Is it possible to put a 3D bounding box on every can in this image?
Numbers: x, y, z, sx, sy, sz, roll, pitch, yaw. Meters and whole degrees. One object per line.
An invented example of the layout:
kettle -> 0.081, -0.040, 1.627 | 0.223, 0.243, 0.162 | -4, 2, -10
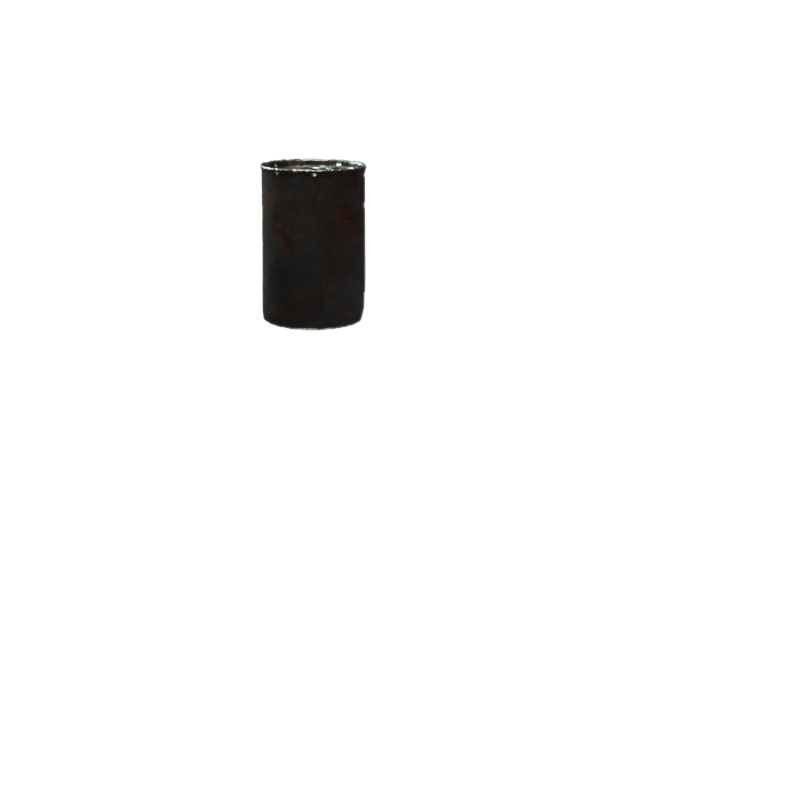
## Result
can -> -0.056, -0.103, 0.719 | 0.068, 0.099, 0.071 | 0, 13, -2
